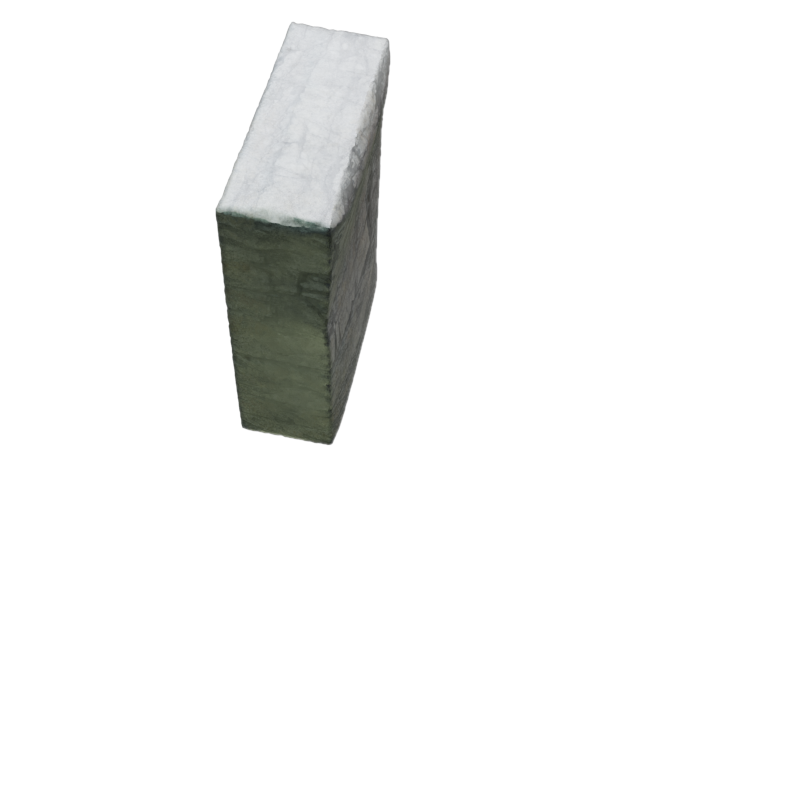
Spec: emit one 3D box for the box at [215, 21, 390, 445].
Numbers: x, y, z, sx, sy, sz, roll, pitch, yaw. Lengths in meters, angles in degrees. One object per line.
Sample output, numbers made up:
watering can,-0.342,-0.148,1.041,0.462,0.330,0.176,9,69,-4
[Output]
box,-0.054,-0.099,0.696,0.072,0.174,0.200,10,-37,3
